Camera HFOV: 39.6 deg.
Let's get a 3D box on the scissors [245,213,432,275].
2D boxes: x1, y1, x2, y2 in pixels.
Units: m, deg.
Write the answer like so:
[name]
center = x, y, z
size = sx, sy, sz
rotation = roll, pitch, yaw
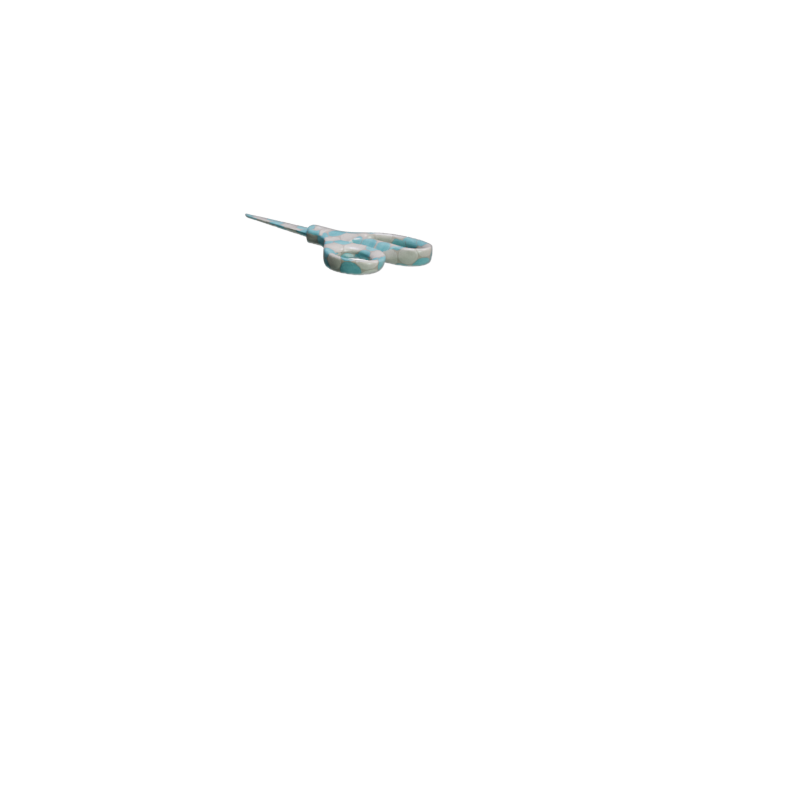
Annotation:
[scissors]
center = -0.072, -0.131, 0.920
size = 0.211, 0.015, 0.096
rotation = 13, 25, 29
